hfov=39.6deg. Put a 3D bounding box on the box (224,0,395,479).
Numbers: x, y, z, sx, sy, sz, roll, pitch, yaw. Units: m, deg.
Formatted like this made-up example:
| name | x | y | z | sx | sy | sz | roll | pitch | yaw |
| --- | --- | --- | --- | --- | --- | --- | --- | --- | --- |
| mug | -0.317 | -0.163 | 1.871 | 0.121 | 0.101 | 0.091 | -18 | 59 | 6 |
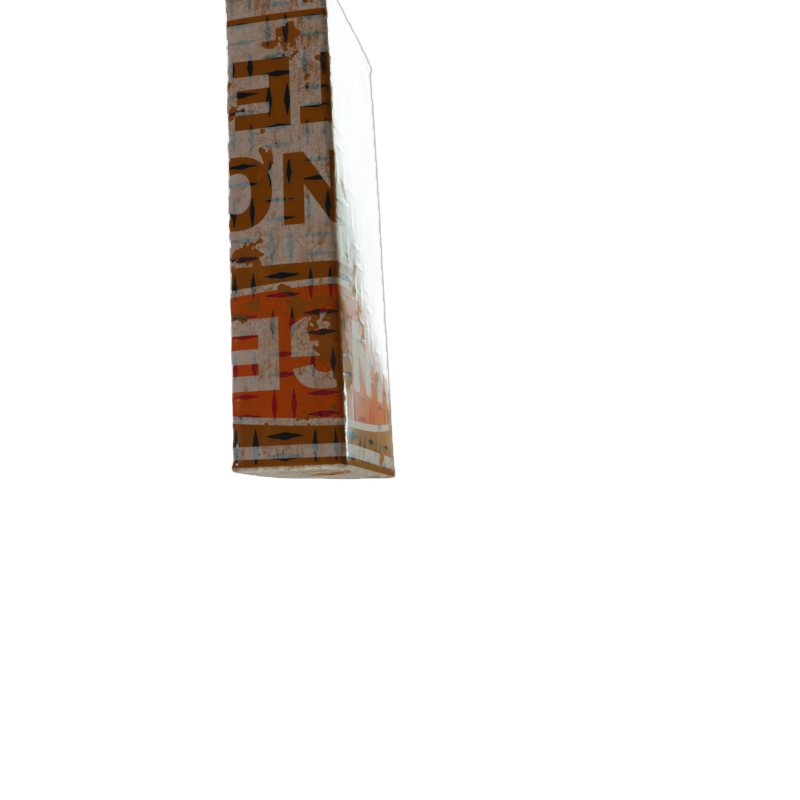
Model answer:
| name | x | y | z | sx | sy | sz | roll | pitch | yaw |
| --- | --- | --- | --- | --- | --- | --- | --- | --- | --- |
| box | -0.033 | -0.060 | 0.422 | 0.049 | 0.182 | 0.089 | -3 | -12 | 10 |
